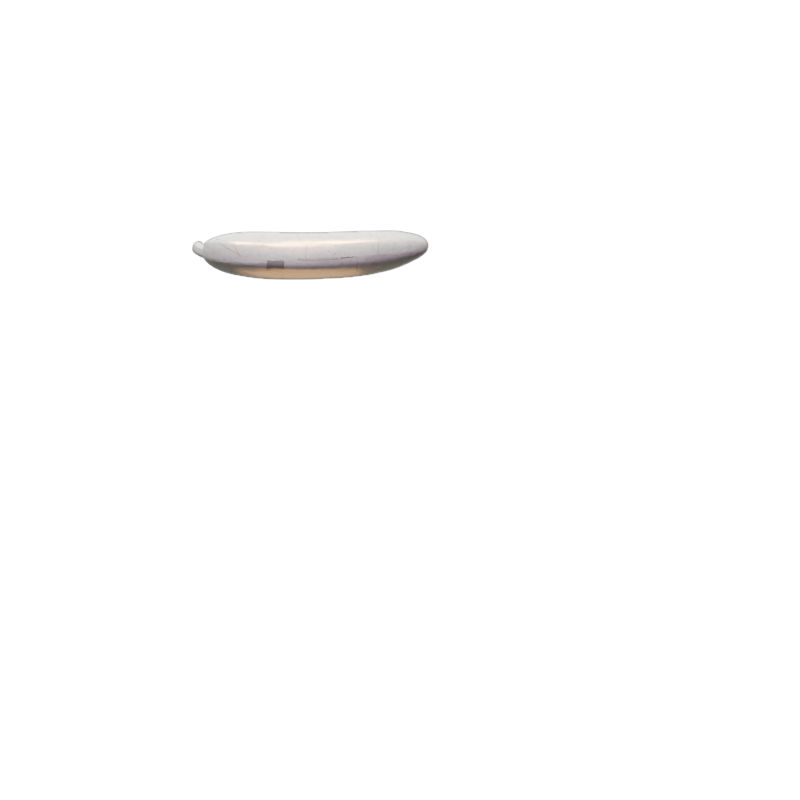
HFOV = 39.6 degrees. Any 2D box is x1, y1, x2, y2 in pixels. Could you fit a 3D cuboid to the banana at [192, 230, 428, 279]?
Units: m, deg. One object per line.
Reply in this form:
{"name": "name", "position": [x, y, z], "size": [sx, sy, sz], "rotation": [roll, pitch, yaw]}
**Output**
{"name": "banana", "position": [-0.075, -0.122, 0.899], "size": [0.198, 0.035, 0.073], "rotation": [1, 26, 2]}
